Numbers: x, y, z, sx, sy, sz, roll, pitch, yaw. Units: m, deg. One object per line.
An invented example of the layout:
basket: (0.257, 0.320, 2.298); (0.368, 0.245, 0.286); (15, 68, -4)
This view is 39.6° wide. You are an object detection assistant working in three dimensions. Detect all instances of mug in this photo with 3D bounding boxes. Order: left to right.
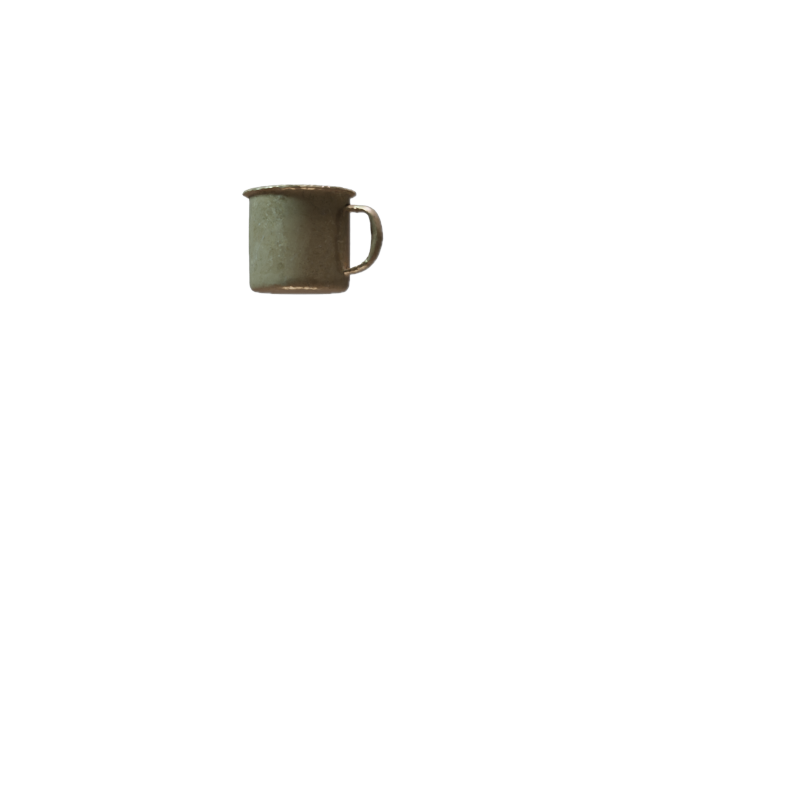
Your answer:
mug: (-0.070, -0.127, 0.892); (0.120, 0.082, 0.090); (0, -1, 18)
